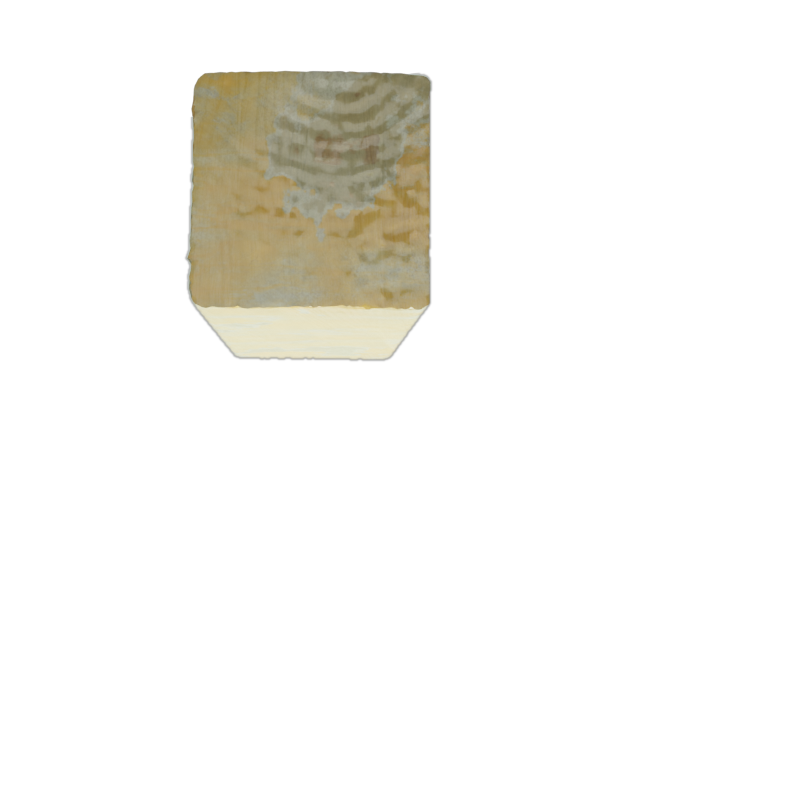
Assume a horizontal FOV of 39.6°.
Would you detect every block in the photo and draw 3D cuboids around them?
[{"bbox_3d":[-0.040,-0.072,0.504,0.090,0.092,0.203,0,-4,-4],"label":"block"}]
